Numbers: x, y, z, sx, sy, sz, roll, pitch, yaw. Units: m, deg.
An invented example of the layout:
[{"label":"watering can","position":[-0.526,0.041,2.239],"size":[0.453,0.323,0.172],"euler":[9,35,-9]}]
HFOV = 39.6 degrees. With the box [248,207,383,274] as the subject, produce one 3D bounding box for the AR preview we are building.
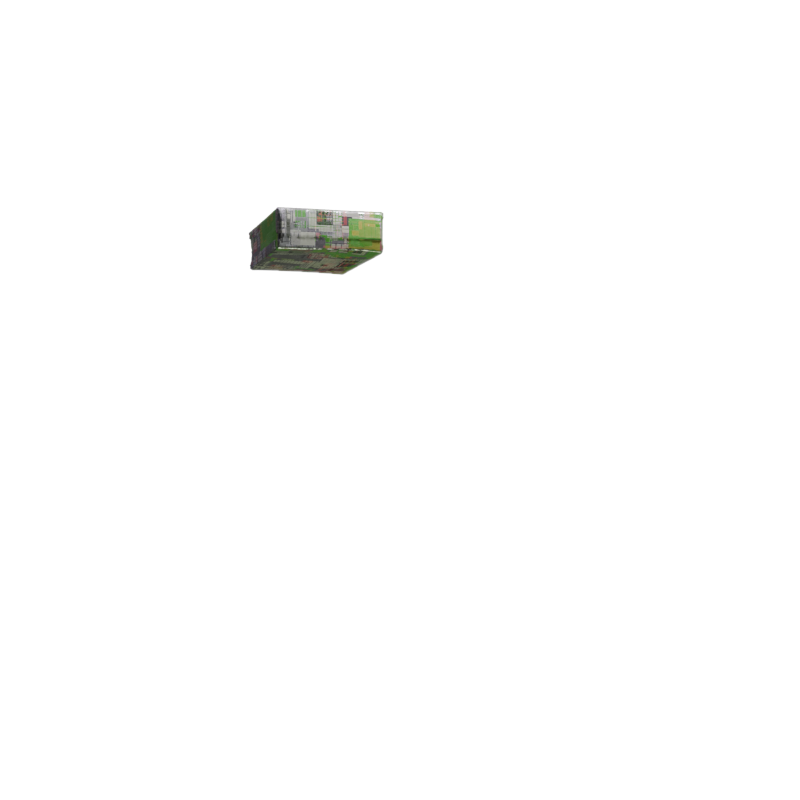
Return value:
[{"label":"box","position":[-0.073,-0.134,0.936],"size":[0.088,0.040,0.114],"euler":[2,-6,-18]}]
